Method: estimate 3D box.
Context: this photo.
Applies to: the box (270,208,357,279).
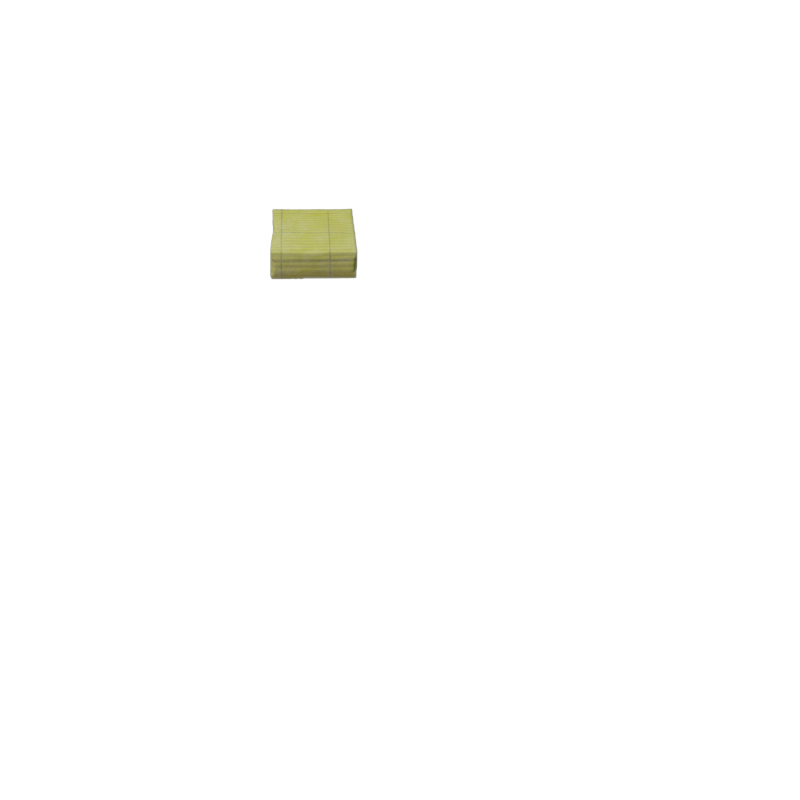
[{"bbox_3d":[-0.075,-0.138,0.963,0.073,0.028,0.095,-1,32,-2],"label":"box"}]
